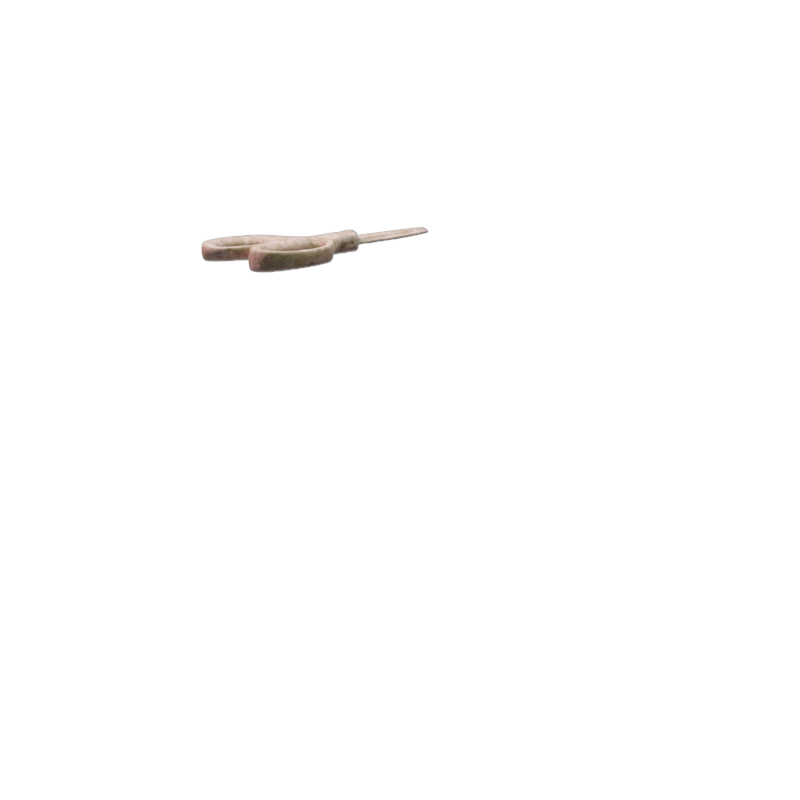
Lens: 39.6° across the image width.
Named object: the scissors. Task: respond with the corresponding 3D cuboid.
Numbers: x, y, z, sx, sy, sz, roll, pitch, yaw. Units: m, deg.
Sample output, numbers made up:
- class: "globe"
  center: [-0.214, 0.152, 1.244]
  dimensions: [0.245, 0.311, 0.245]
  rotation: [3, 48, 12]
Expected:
- class: "scissors"
  center: [-0.059, -0.108, 0.759]
  dimensions: [0.099, 0.015, 0.200]
  rotation: [6, 16, 21]
